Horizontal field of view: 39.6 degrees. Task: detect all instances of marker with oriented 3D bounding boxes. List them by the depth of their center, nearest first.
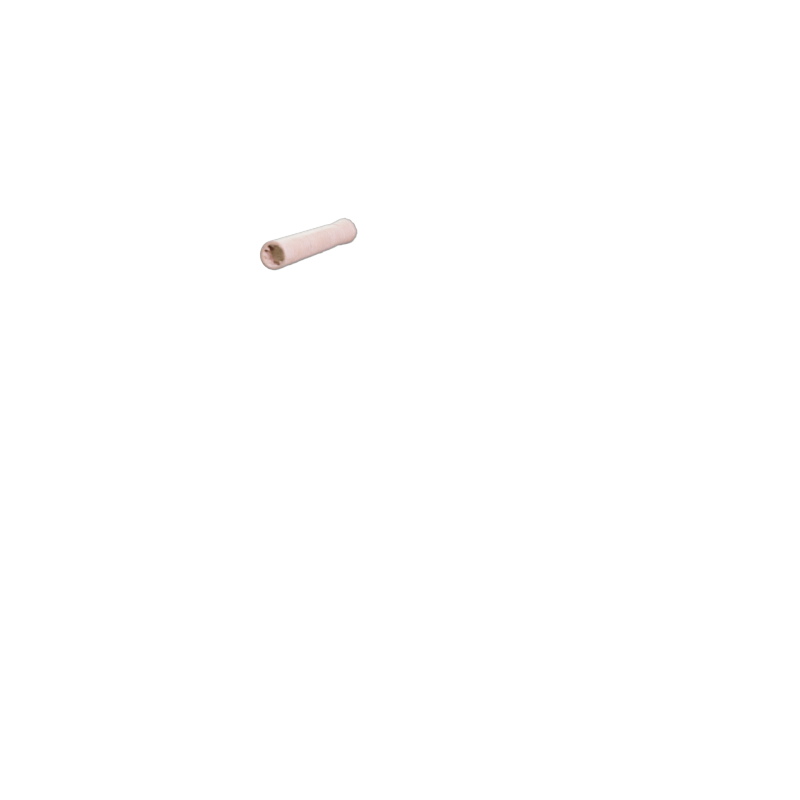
[{"bbox_3d":[-0.058,-0.106,0.741,0.020,0.019,0.121,1,16,21],"label":"marker"}]
